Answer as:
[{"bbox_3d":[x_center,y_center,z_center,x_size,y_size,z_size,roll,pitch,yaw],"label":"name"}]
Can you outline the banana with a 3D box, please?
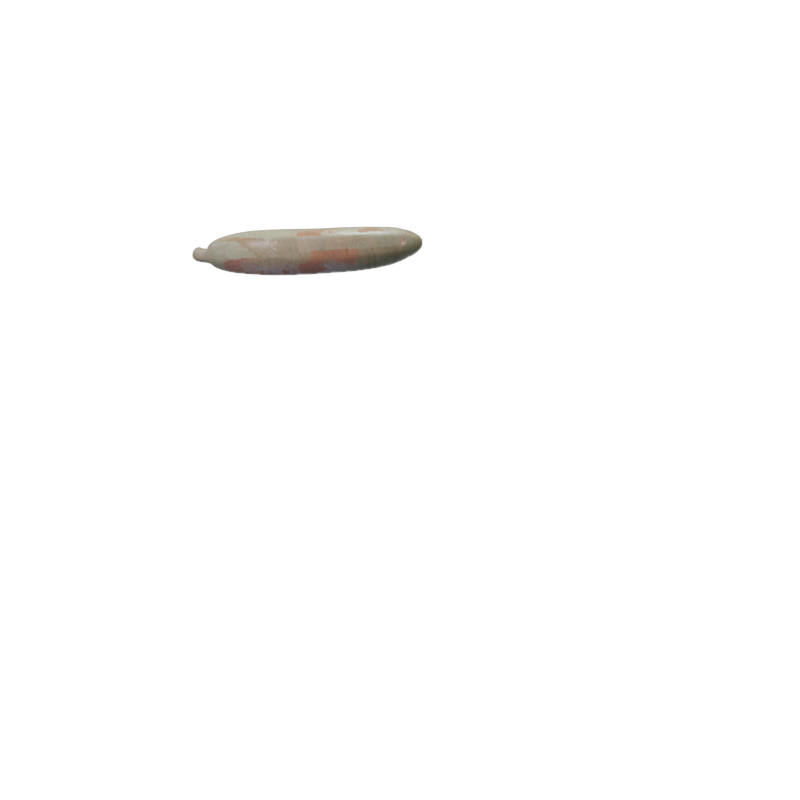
[{"bbox_3d":[-0.075,-0.127,0.925,0.196,0.035,0.073,-2,20,-5],"label":"banana"}]
